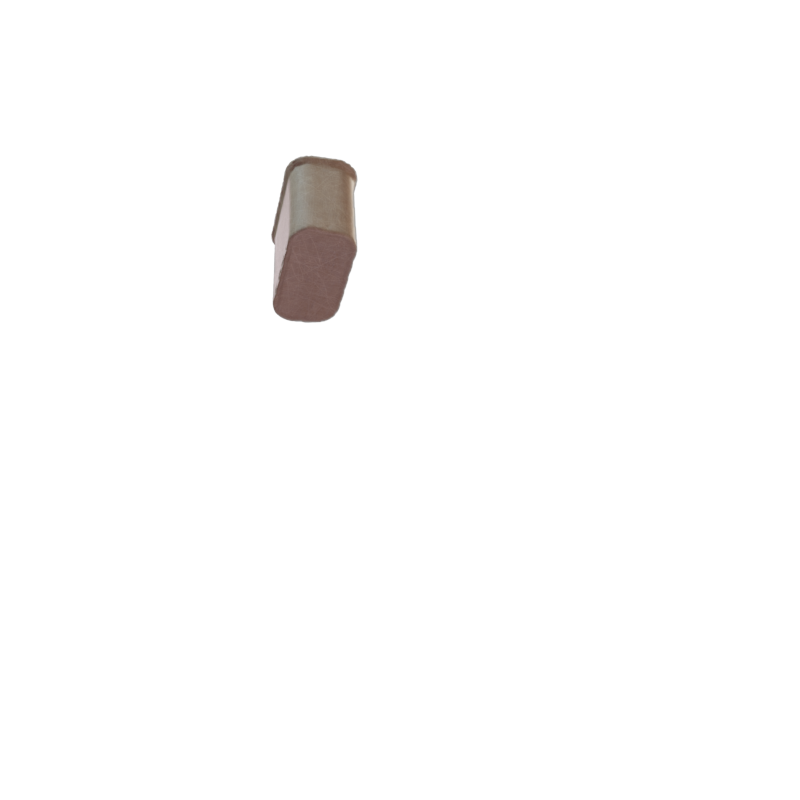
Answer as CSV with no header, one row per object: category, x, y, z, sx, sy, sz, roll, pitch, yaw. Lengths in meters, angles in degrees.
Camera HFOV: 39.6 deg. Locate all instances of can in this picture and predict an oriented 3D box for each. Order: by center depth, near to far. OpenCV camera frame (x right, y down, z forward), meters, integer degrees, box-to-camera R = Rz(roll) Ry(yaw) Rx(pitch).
can,-0.067,-0.122,0.852,0.057,0.090,0.096,8,-45,-11
